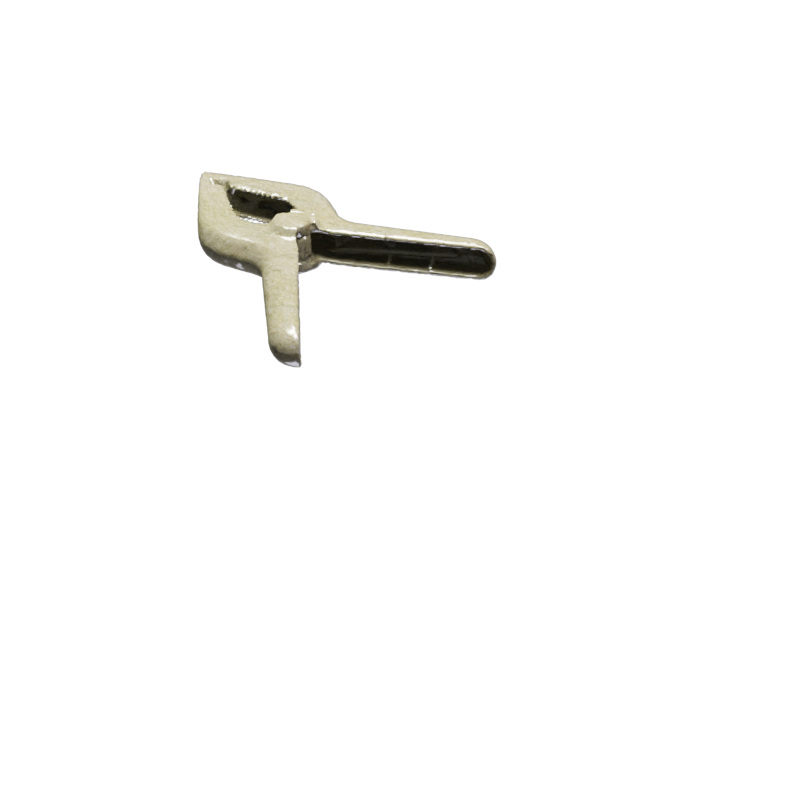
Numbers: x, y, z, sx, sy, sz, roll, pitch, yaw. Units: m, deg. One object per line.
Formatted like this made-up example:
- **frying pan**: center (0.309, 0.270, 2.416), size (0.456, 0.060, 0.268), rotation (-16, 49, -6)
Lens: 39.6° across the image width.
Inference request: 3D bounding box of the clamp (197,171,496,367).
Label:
- **clamp**: center (-0.055, -0.101, 0.708), size (0.162, 0.034, 0.226), rotation (-20, 39, -27)
